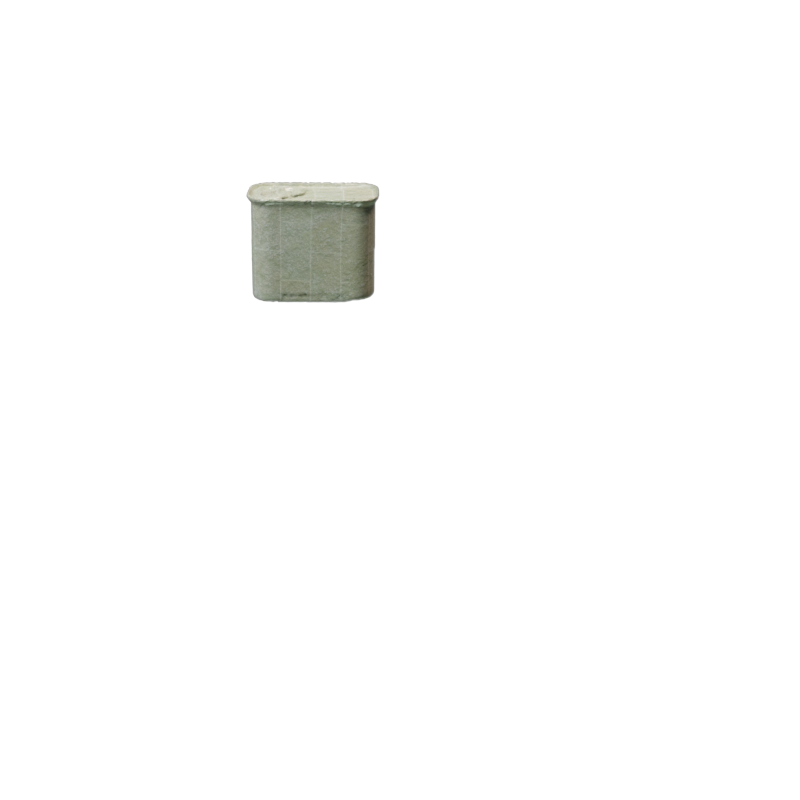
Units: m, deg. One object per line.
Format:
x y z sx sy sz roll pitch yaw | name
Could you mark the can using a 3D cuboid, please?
-0.068 -0.124 0.870 0.102 0.080 0.060 1 20 1 | can
